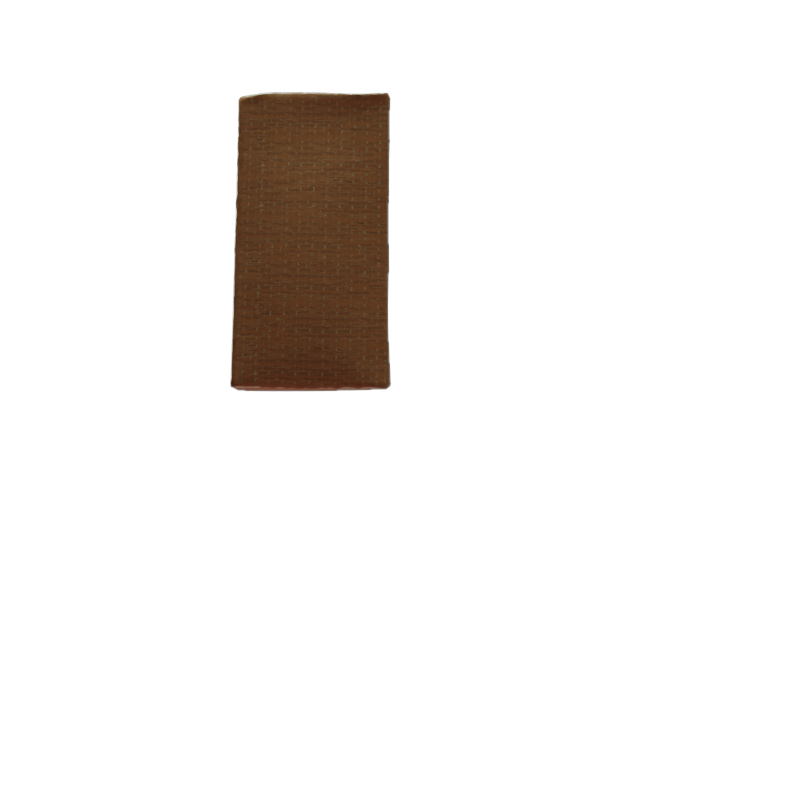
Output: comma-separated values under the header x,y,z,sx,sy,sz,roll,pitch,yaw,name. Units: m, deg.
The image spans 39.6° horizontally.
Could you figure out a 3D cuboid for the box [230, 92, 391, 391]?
x,y,z,sx,sy,sz,roll,pitch,yaw,name
-0.052,-0.094,0.660,0.094,0.180,0.047,-1,-8,2,box
